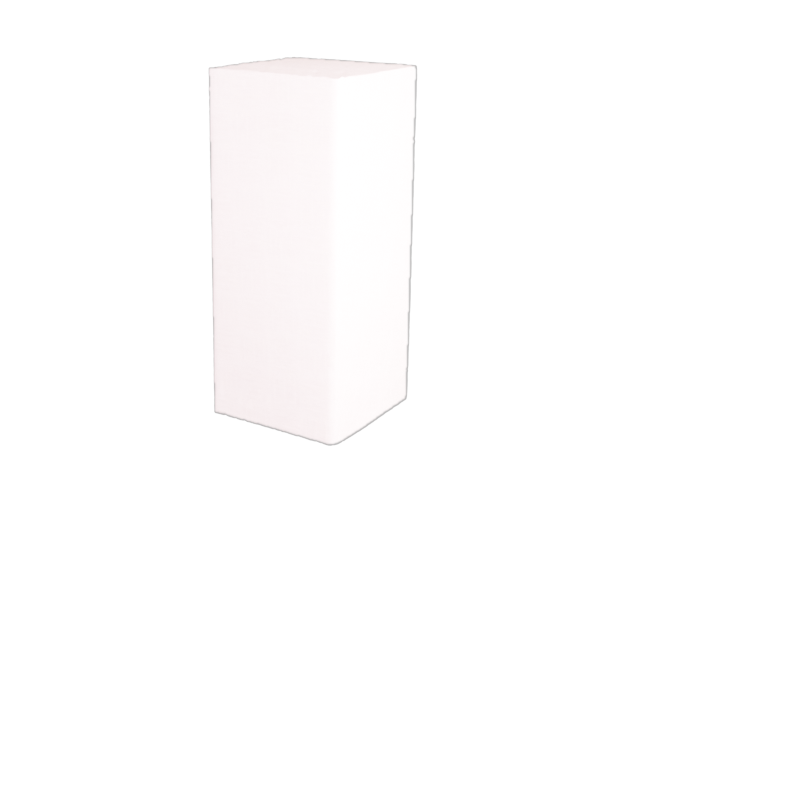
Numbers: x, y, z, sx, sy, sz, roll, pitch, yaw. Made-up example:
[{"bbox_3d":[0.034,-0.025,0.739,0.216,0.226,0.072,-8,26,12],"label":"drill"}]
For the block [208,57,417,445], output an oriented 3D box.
[{"bbox_3d":[-0.051,-0.093,0.653,0.095,0.199,0.089,11,18,30],"label":"block"}]
